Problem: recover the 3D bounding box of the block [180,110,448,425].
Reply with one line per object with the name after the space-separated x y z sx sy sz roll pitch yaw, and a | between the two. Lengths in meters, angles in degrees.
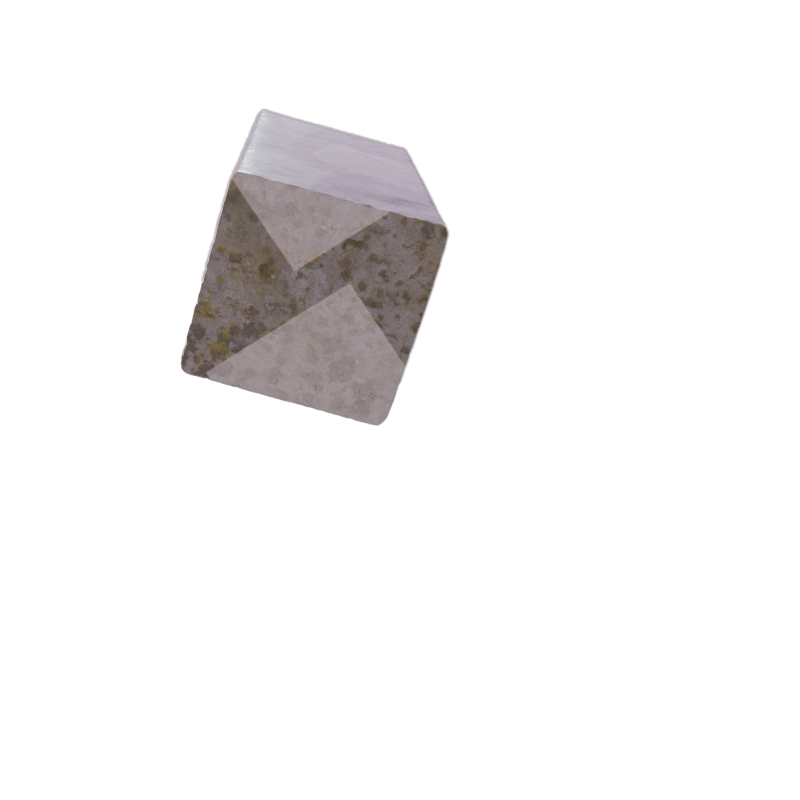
-0.042 -0.077 0.543 0.089 0.088 0.215 15 18 -9 | block
